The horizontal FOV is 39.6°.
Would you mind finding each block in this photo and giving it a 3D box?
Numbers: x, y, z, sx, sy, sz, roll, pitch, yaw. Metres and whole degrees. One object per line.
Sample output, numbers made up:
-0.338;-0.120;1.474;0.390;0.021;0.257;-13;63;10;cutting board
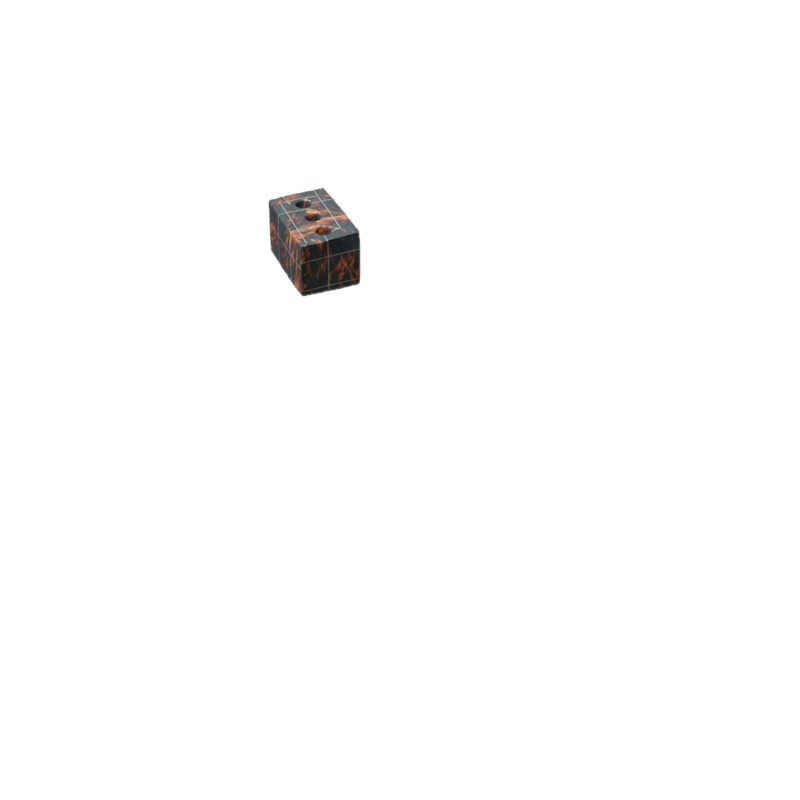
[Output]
-0.072;-0.131;0.919;0.052;0.048;0.084;-15;41;-20;block
